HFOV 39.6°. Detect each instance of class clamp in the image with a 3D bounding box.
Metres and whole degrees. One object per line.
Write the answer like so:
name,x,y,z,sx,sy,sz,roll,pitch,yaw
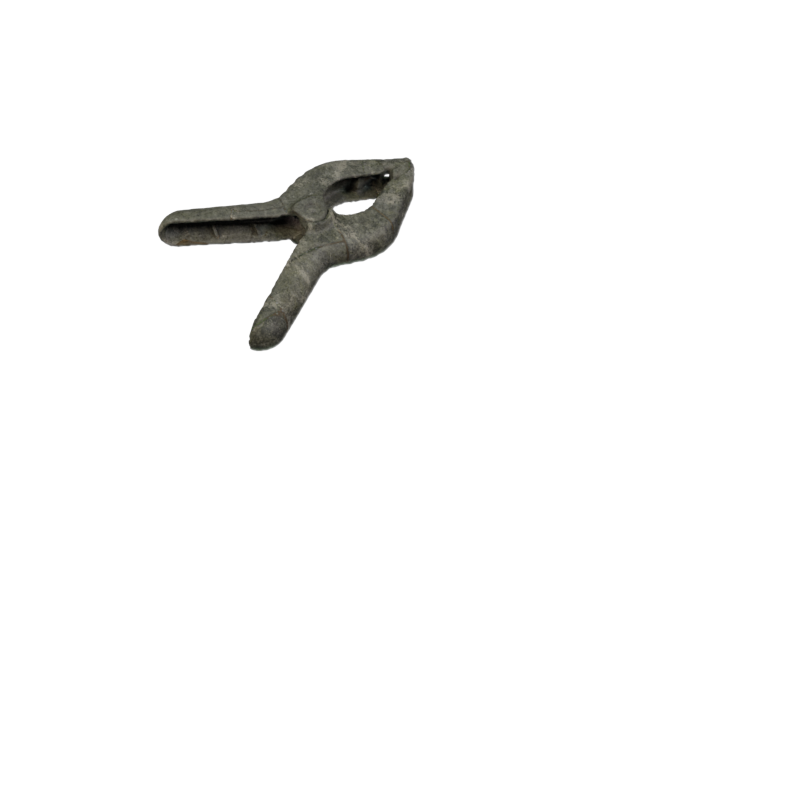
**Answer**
clamp,-0.055,-0.101,0.705,0.171,0.129,0.037,-24,-28,-15
